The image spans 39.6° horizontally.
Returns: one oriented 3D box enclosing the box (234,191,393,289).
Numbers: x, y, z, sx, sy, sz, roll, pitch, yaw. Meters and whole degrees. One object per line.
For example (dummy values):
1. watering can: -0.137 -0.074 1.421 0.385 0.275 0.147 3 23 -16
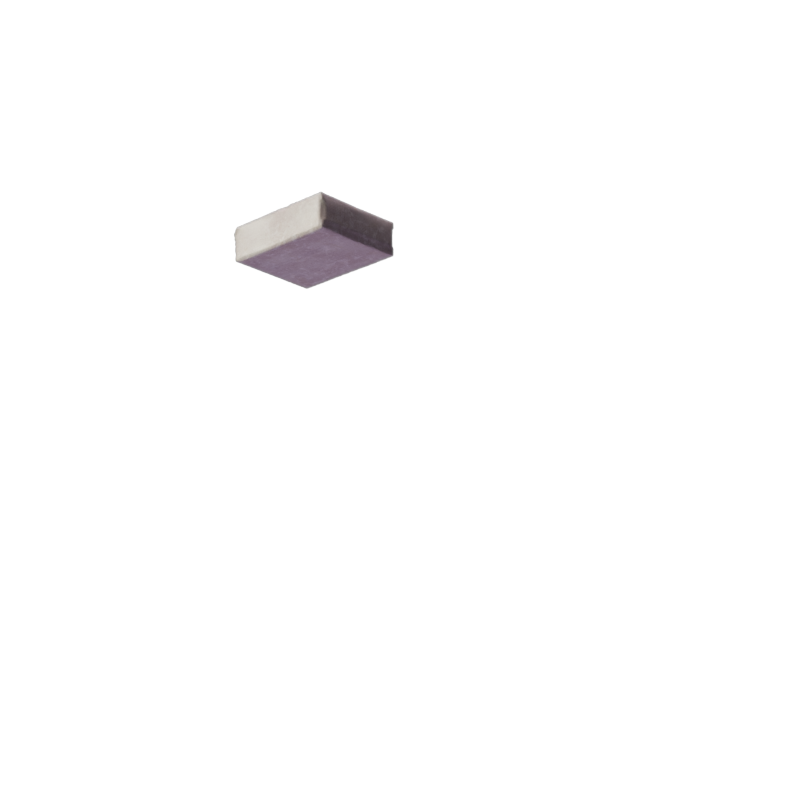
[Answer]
1. box: -0.061 -0.111 0.779 0.091 0.032 0.069 -15 -22 41
